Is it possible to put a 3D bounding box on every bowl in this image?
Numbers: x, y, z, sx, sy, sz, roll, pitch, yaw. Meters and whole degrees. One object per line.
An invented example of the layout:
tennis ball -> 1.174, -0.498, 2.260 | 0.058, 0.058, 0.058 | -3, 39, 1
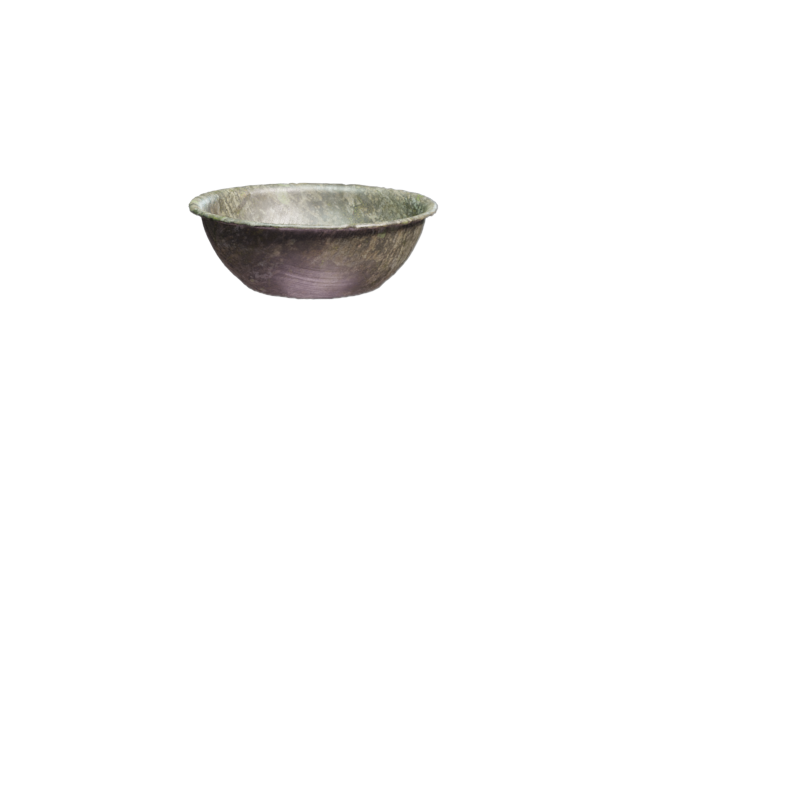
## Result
bowl -> -0.057, -0.103, 0.723 | 0.162, 0.053, 0.168 | -1, 19, -2
